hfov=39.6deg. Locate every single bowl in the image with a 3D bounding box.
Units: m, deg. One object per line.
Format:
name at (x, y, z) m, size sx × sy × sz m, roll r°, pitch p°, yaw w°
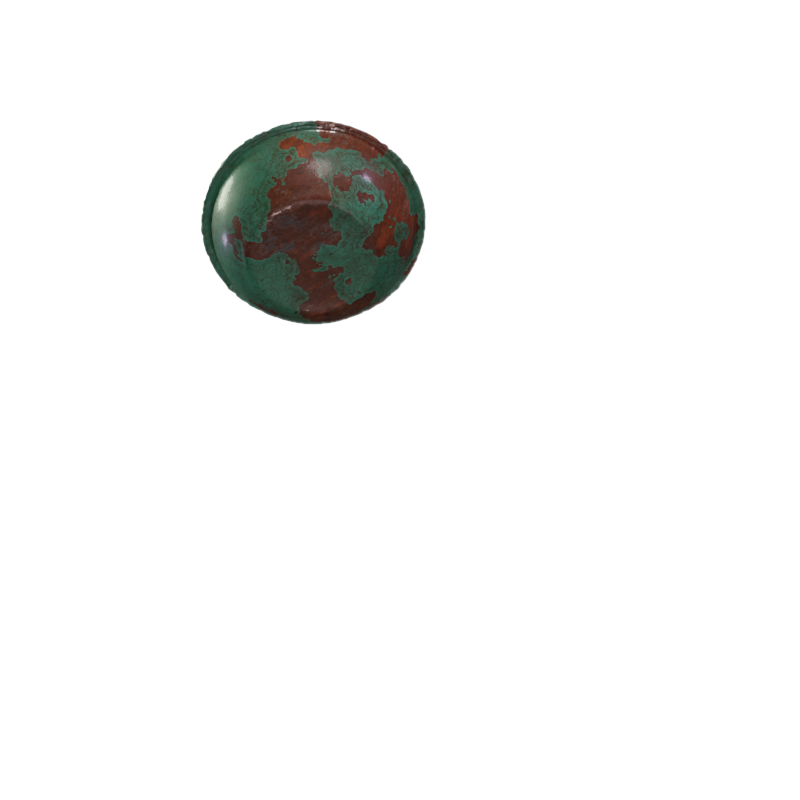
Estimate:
bowl at (-0.061, -0.111, 0.777) m, size 0.162 × 0.153 × 0.058 m, roll 1°, pitch 29°, yaw -1°
